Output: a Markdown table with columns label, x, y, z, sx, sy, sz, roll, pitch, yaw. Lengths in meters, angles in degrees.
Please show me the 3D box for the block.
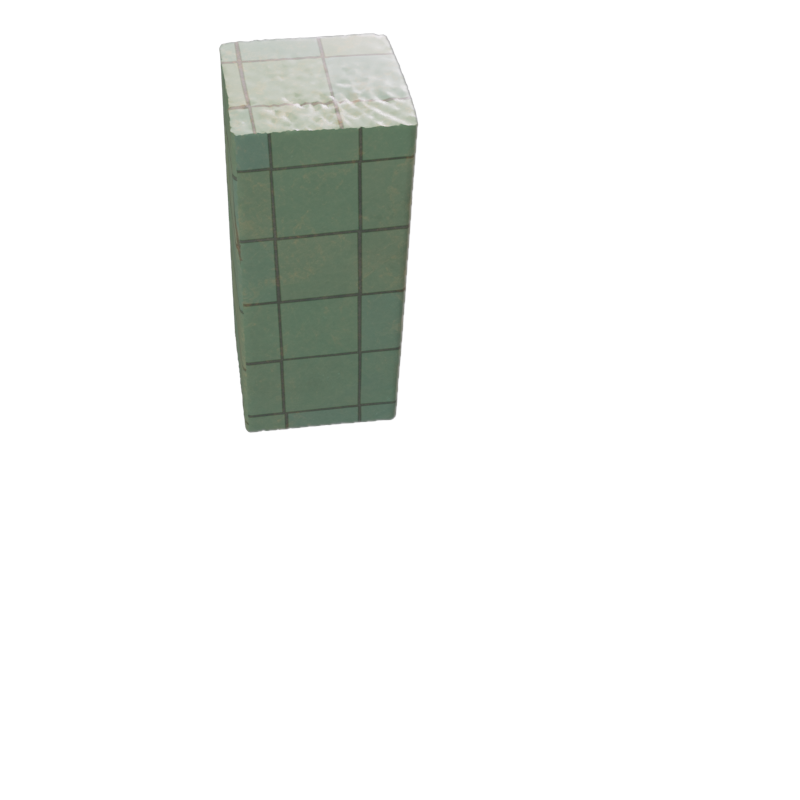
| label | x | y | z | sx | sy | sz | roll | pitch | yaw |
| --- | --- | --- | --- | --- | --- | --- | --- | --- | --- |
| block | -0.048 | -0.088 | 0.612 | 0.090 | 0.192 | 0.097 | -5 | 44 | -9 |
